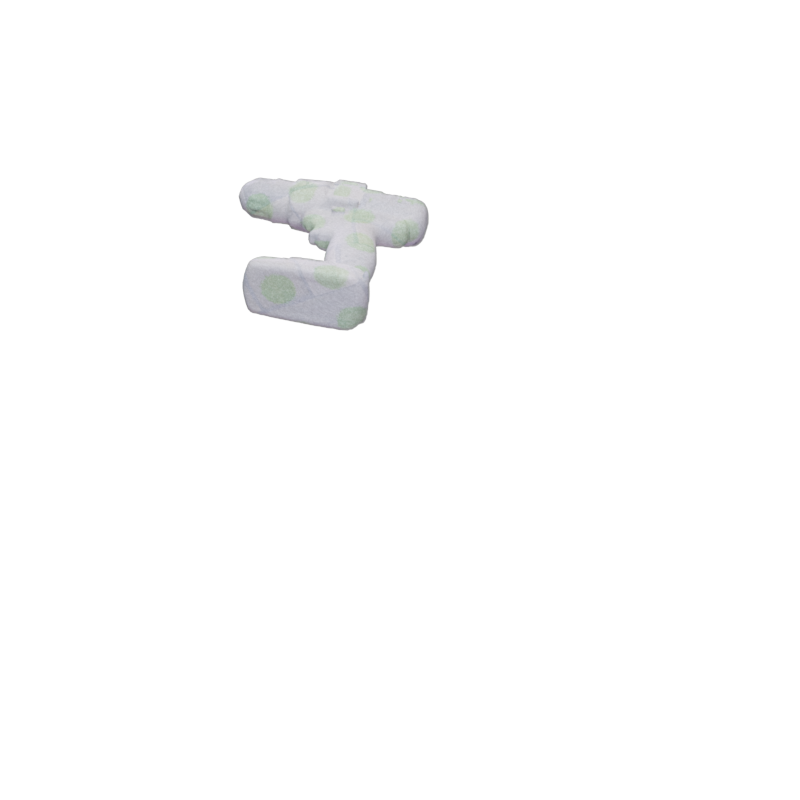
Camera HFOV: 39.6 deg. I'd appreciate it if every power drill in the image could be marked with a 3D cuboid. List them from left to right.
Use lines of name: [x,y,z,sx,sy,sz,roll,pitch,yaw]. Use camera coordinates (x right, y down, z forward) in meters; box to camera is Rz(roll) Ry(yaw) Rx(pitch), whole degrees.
power drill: [-0.078,-0.143,0.999,0.188,0.054,0.196,8,37,11]
